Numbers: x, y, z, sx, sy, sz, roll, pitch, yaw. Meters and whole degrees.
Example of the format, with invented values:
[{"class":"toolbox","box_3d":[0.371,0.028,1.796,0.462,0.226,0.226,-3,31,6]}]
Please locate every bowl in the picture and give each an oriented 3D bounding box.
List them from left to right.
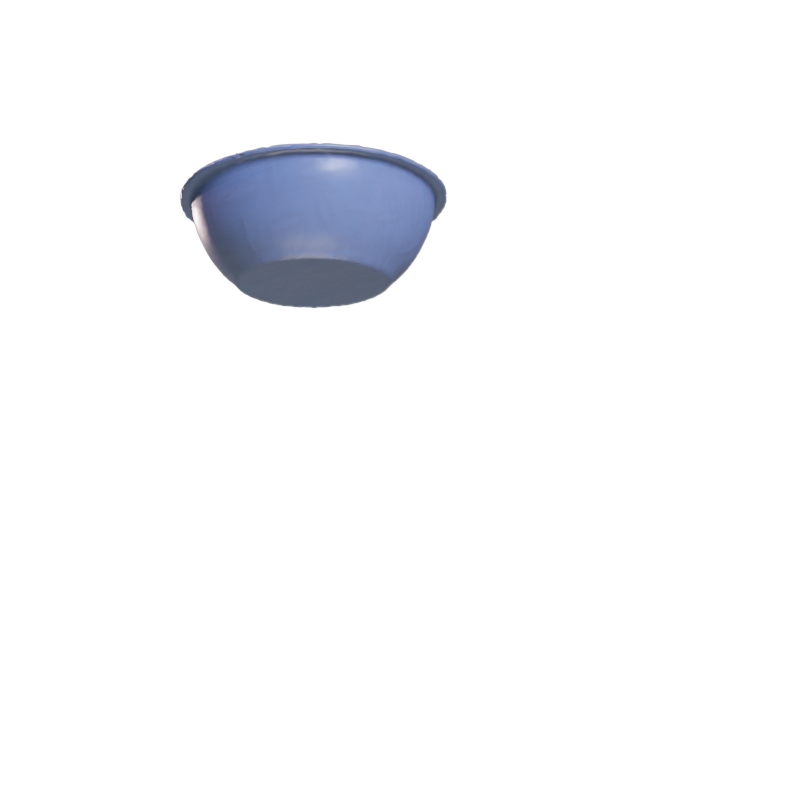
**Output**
[{"class":"bowl","box_3d":[-0.052,-0.095,0.663,0.162,0.057,0.156,0,-14,-2]}]
